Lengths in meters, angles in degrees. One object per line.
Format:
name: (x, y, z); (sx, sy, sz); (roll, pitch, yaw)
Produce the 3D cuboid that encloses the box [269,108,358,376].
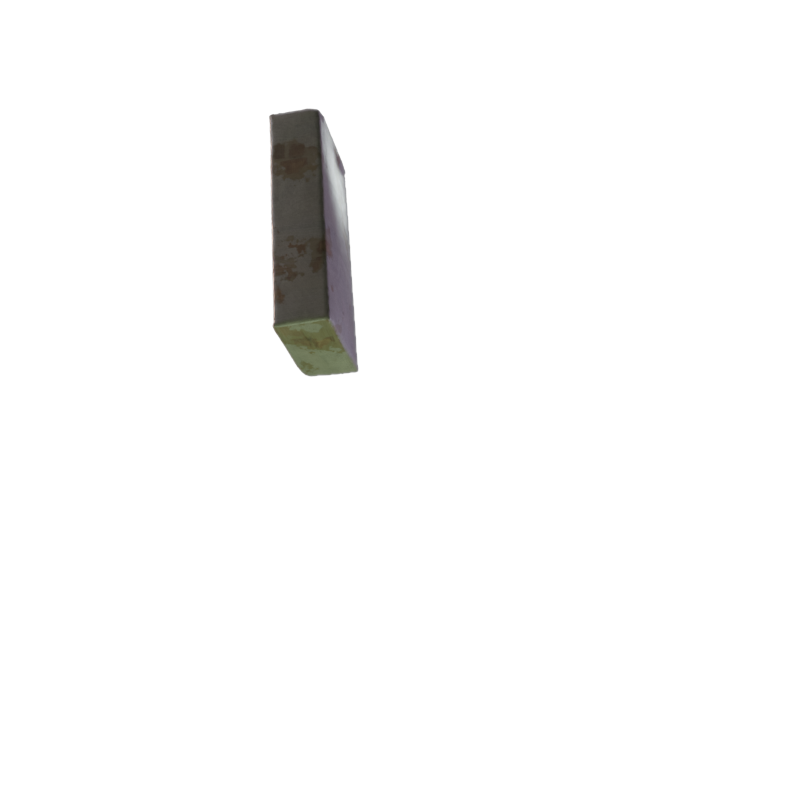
box: (-0.063, -0.115, 0.805); (0.048, 0.187, 0.087); (-7, -28, 9)
